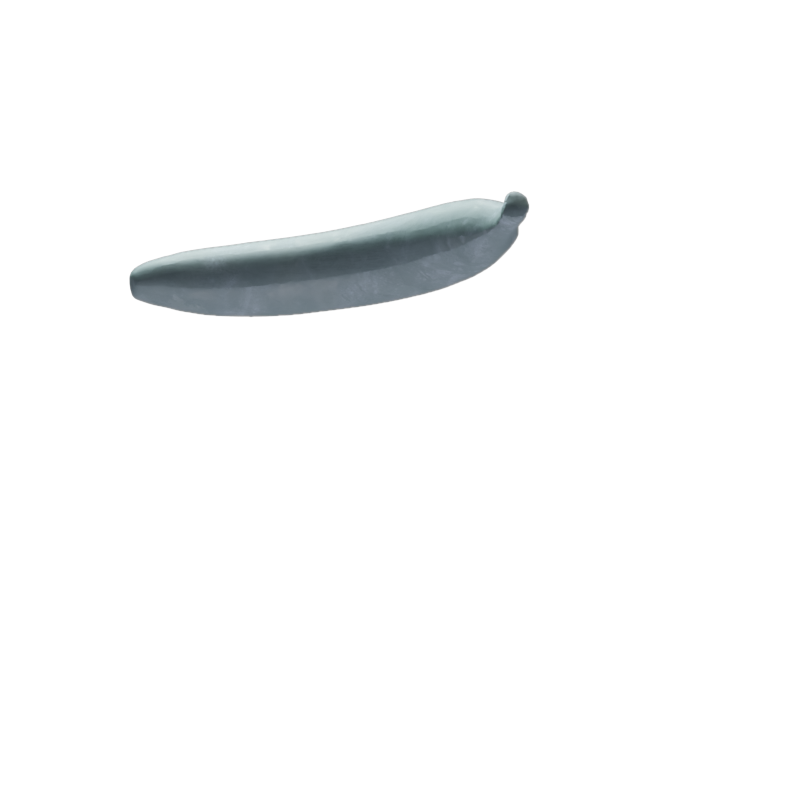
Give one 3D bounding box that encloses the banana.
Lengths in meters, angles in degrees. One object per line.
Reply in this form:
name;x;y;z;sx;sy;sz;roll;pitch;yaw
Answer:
banana;-0.028;-0.067;0.512;0.201;0.039;0.065;-9;-23;24
